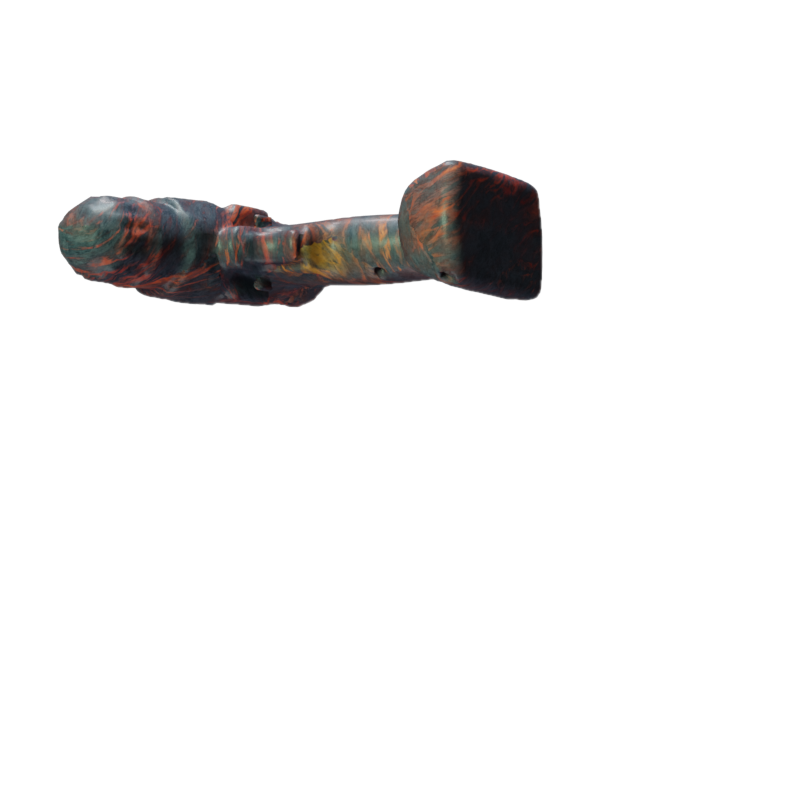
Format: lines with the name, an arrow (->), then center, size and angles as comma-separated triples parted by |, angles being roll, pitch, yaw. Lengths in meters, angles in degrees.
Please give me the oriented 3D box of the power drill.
power drill -> -0.041, -0.075, 0.528 | 0.194, 0.058, 0.177 | 1, 3, 32
